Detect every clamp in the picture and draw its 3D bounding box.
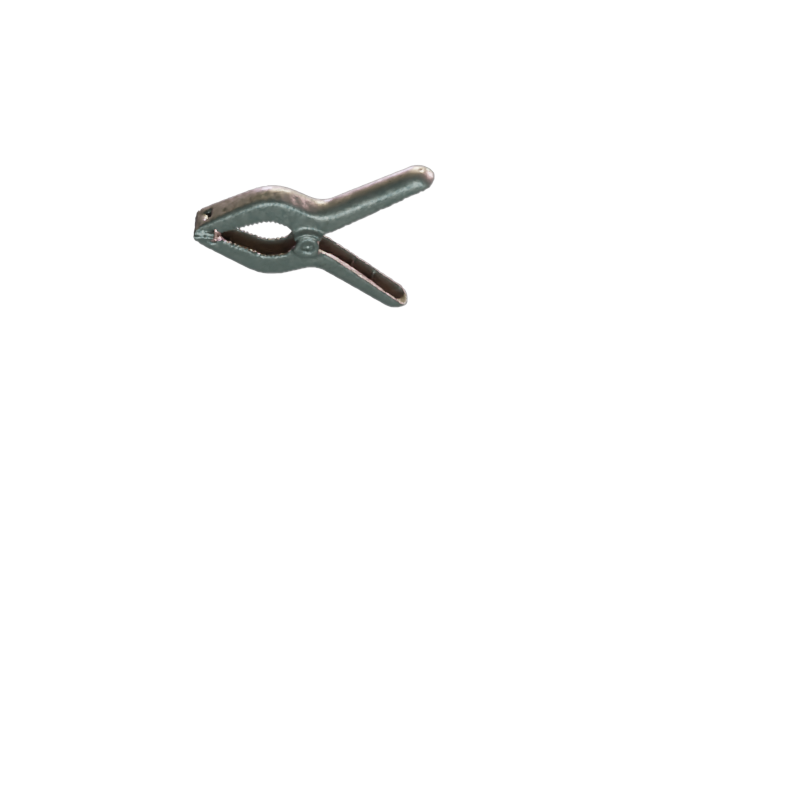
[{"bbox_3d":[-0.078,-0.142,0.995,0.210,0.039,0.153,0,-43,0],"label":"clamp"}]
